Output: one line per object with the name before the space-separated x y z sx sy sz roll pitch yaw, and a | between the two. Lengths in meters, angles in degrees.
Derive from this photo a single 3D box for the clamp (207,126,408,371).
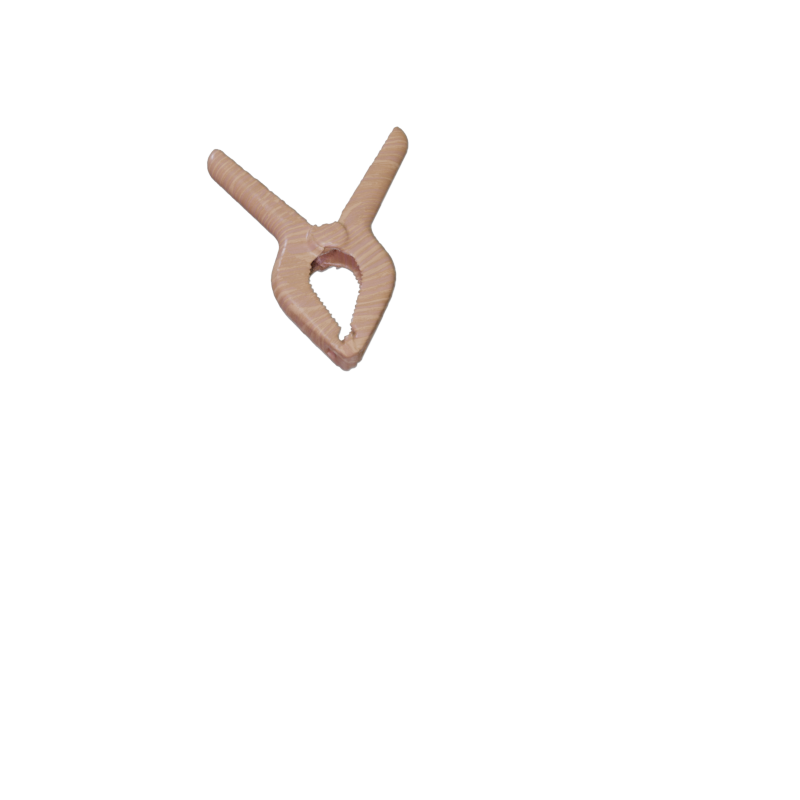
clamp | -0.067 -0.123 0.860 0.164 0.224 0.034 -4 -29 -2
